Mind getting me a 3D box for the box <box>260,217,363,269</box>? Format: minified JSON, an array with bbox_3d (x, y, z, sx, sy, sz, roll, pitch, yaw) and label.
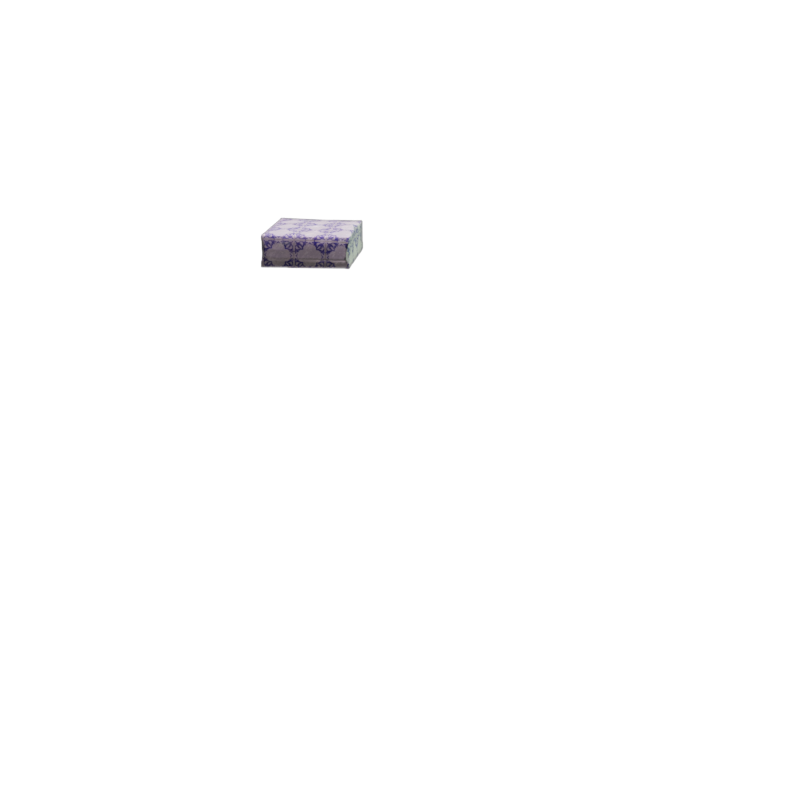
[{"bbox_3d":[-0.072,-0.132,0.923,0.074,0.029,0.091,2,17,7],"label":"box"}]
